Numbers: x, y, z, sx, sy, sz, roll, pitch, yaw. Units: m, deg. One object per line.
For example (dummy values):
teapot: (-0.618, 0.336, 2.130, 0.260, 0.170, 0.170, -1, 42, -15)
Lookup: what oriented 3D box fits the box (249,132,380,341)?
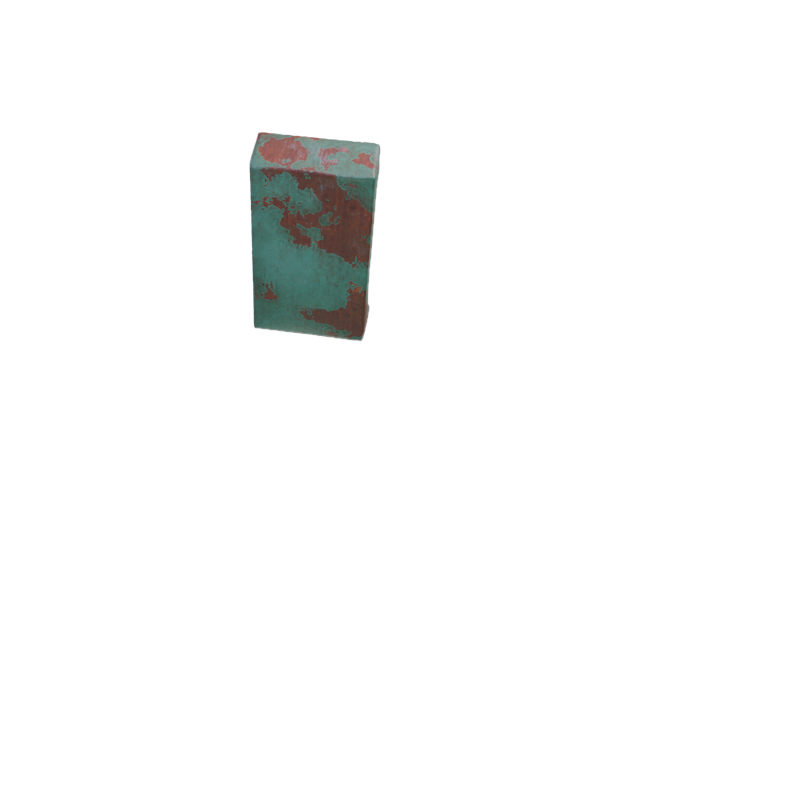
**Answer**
box: (-0.067, -0.122, 0.853, 0.094, 0.051, 0.164, 7, -39, 3)
